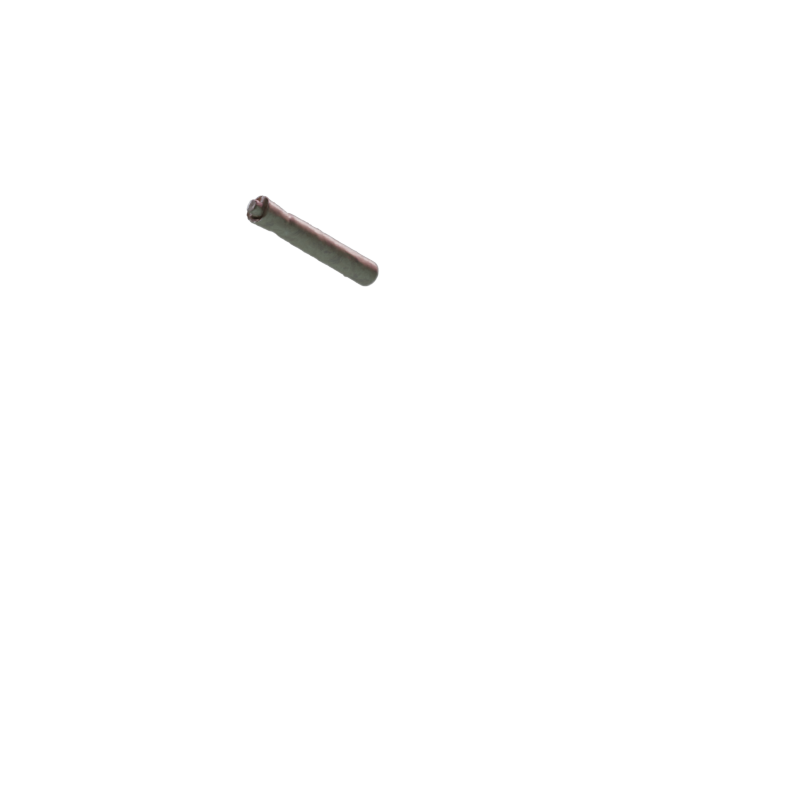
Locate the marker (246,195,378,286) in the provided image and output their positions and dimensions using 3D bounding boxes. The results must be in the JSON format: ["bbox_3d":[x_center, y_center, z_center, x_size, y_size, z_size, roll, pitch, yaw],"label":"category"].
[{"bbox_3d":[-0.057,-0.104,0.727,0.021,0.020,0.113,3,-15,41],"label":"marker"}]
